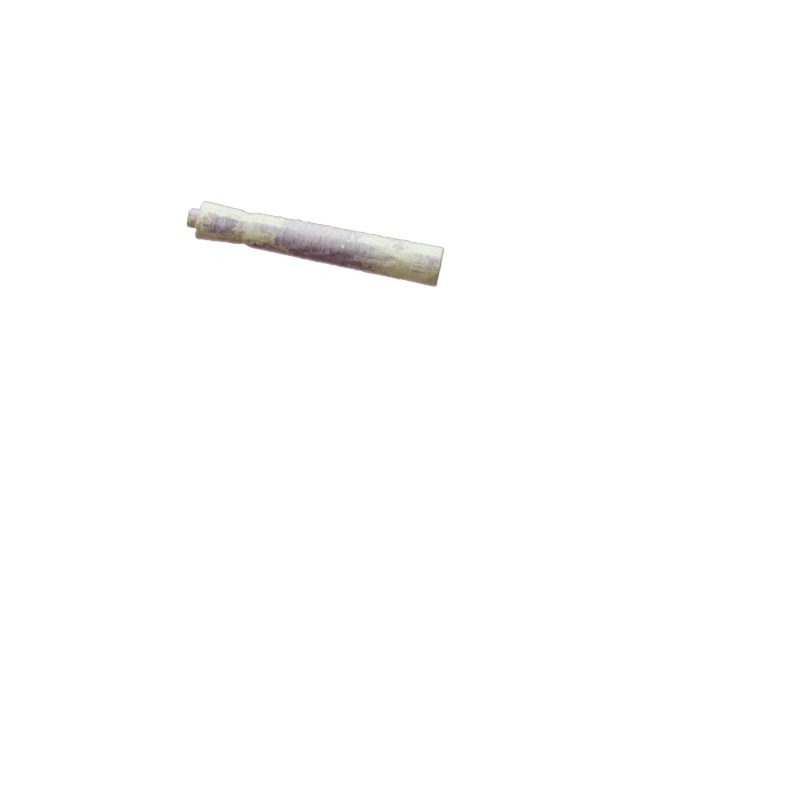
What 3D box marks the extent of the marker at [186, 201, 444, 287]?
[{"bbox_3d":[-0.041,-0.074,0.519,0.122,0.020,0.020,12,5,6],"label":"marker"}]
